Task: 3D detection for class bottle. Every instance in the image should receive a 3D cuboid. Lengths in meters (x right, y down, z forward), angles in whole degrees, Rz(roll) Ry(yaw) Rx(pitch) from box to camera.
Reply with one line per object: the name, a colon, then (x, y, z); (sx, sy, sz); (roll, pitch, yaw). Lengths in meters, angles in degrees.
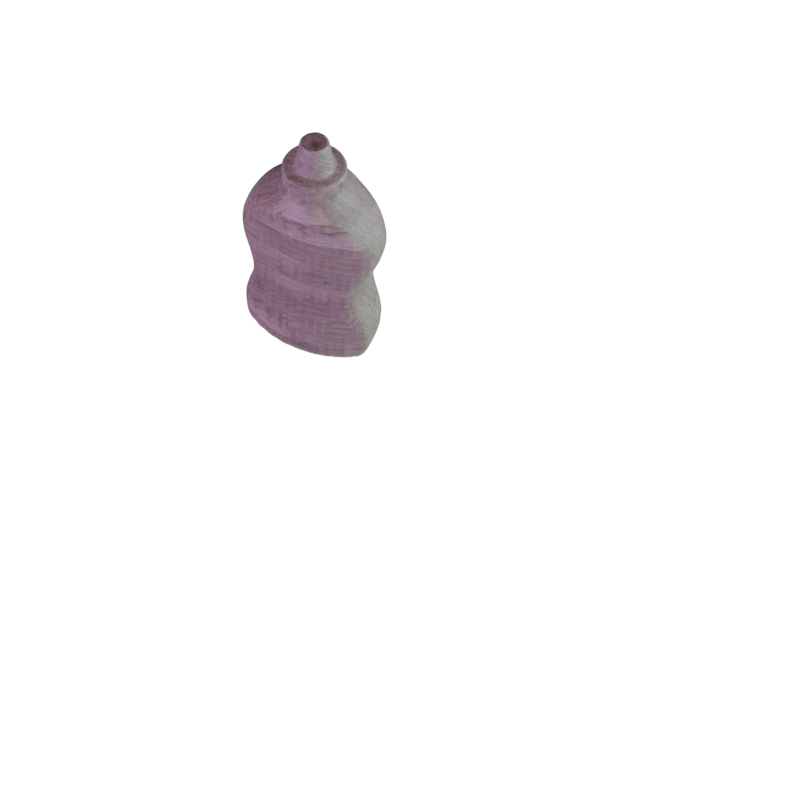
bottle: (-0.058, -0.106, 0.742); (0.099, 0.061, 0.179); (24, -32, 12)
